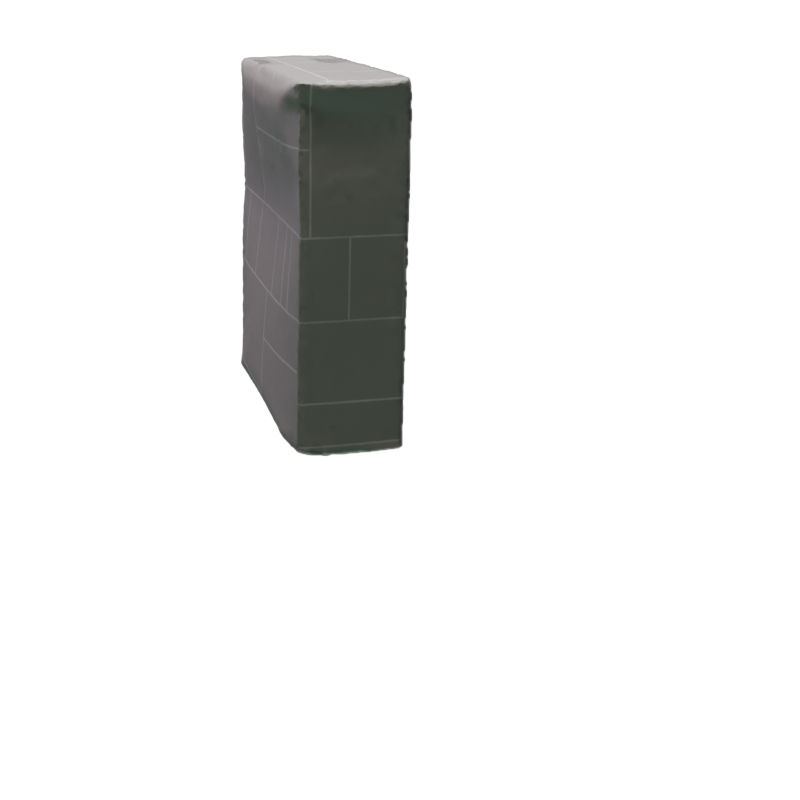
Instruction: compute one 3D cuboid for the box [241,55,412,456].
[{"bbox_3d":[-0.053,-0.097,0.676,0.070,0.206,0.173,-4,18,-17],"label":"box"}]
